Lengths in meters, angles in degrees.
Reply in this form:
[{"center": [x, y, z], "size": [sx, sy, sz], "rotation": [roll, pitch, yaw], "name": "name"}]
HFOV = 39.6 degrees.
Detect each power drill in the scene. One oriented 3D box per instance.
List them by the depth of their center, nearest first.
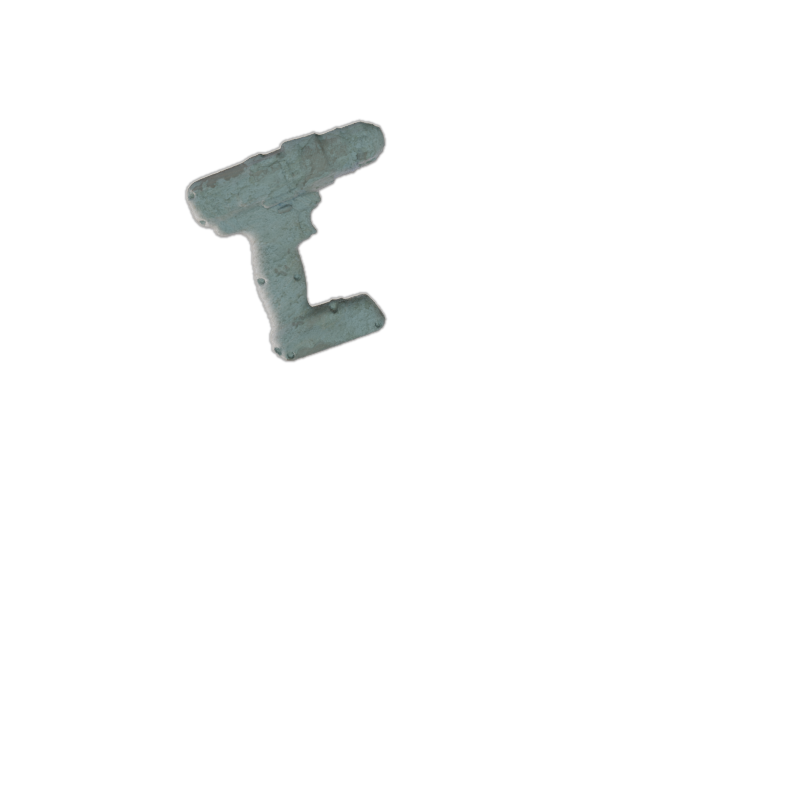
[{"center": [-0.078, -0.143, 0.999], "size": [0.184, 0.183, 0.059], "rotation": [-20, 10, 3], "name": "power drill"}]
